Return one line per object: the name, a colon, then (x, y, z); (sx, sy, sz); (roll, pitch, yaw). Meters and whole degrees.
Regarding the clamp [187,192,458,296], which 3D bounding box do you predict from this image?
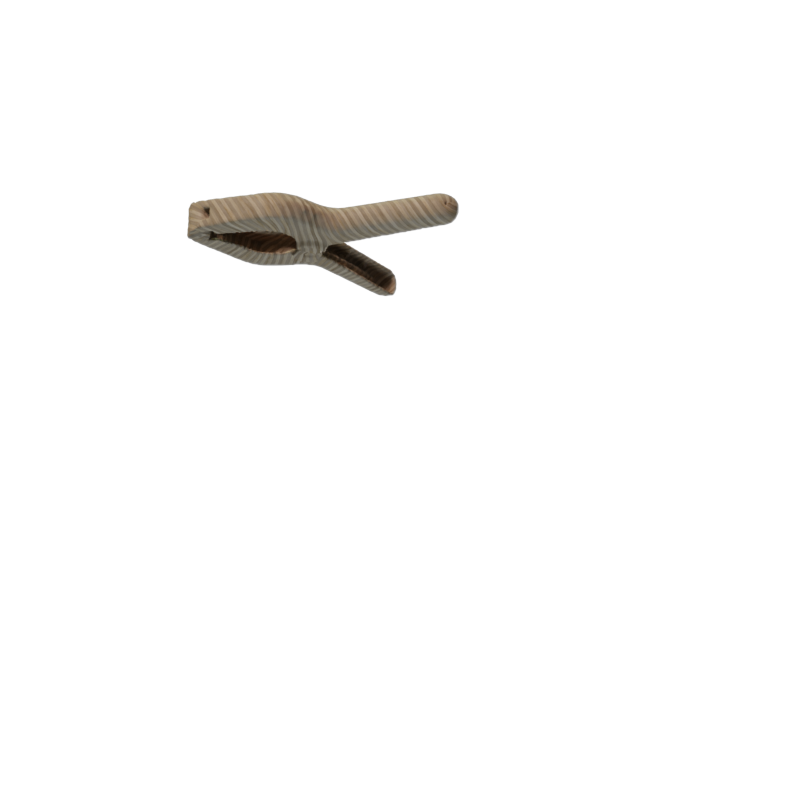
clamp: (-0.072, -0.132, 0.925); (0.207, 0.038, 0.158); (3, -22, -9)
